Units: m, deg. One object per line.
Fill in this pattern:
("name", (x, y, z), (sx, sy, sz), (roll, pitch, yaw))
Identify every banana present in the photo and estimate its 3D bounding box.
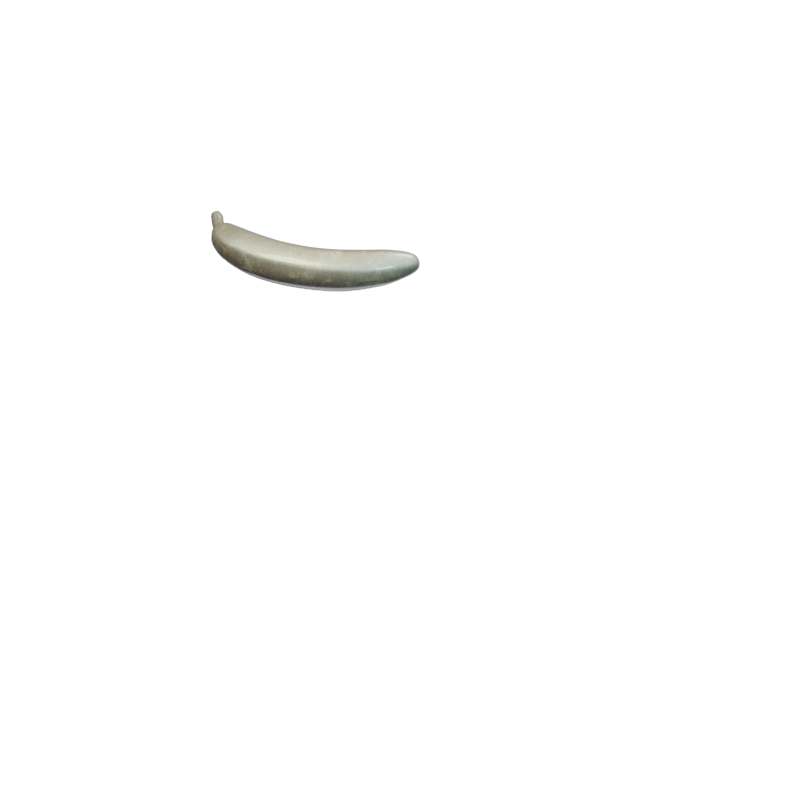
("banana", (-0.085, -0.126, 0.966), (0.202, 0.073, 0.034), (15, -38, 12))
